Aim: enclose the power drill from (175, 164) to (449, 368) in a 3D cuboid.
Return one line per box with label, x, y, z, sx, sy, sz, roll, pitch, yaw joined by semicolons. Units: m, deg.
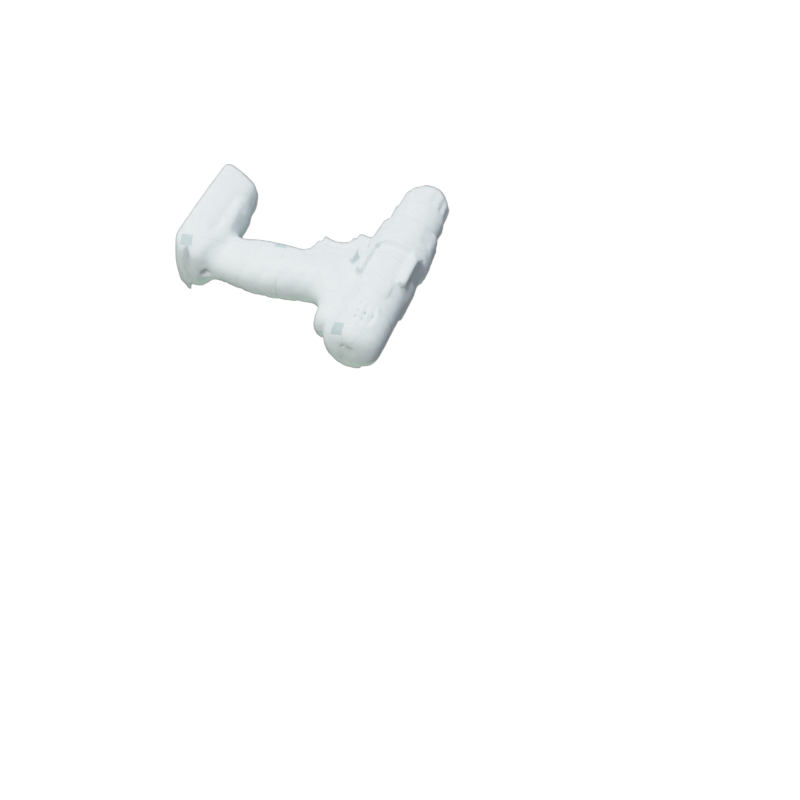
power drill;-0.069;-0.126;0.880;0.193;0.192;0.053;18;-39;14
